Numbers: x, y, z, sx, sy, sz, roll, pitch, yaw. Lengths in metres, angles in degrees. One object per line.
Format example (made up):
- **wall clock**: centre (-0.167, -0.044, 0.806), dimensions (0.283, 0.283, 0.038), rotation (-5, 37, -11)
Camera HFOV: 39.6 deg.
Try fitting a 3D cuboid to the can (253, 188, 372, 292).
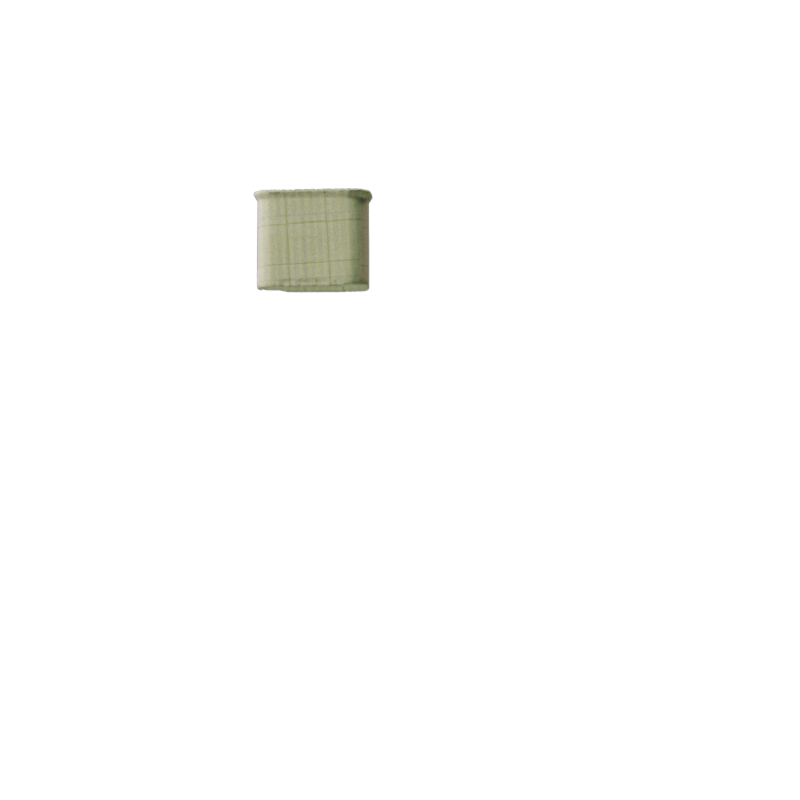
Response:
- **can**: centre (-0.075, -0.137, 0.959), dimensions (0.103, 0.085, 0.056), rotation (0, -5, 5)
